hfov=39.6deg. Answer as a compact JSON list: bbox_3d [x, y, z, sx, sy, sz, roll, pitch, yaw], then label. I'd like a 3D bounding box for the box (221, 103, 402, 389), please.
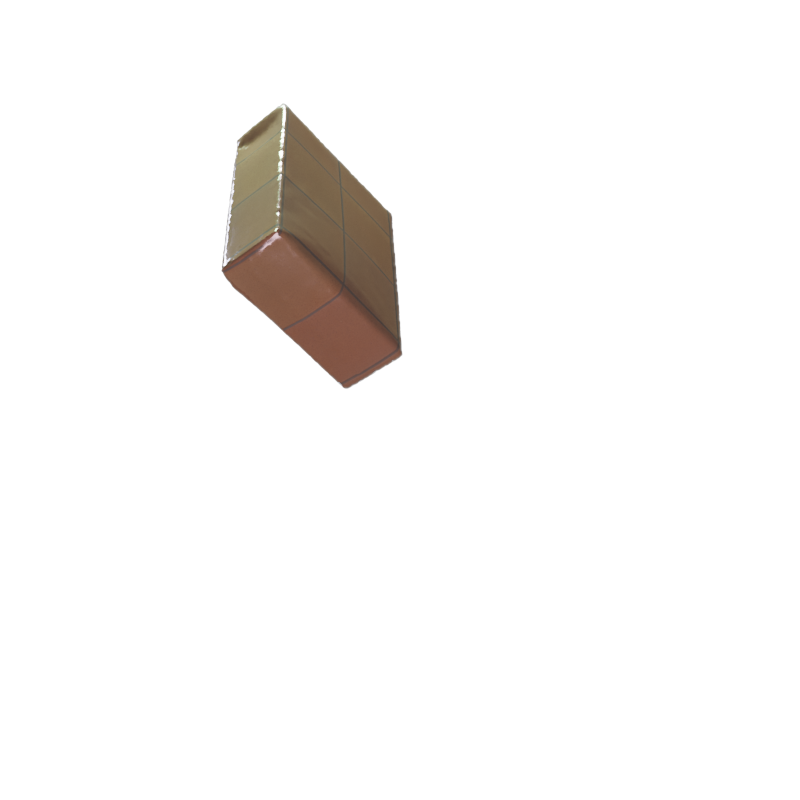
[{"bbox_3d":[-0.077,-0.140,0.980,0.071,0.229,0.154,-34,-57,22],"label":"box"}]
